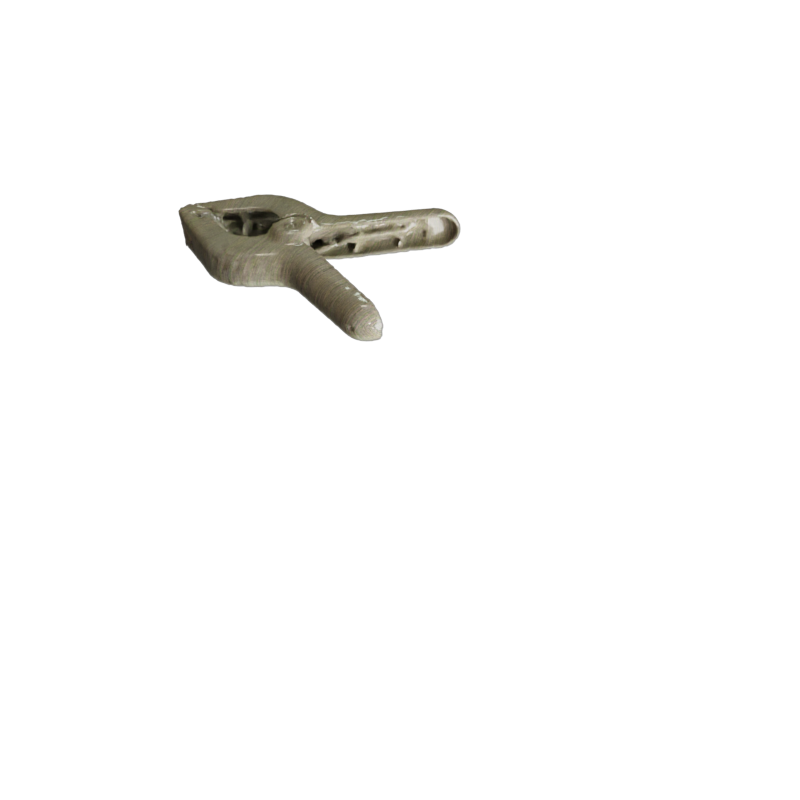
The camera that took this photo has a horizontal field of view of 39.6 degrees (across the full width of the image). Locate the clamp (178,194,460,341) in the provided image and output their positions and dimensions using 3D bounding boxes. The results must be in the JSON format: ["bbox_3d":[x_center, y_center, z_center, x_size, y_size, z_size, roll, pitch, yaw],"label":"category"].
[{"bbox_3d":[-0.052,-0.096,0.670,0.181,0.037,0.121,23,40,29],"label":"clamp"}]
